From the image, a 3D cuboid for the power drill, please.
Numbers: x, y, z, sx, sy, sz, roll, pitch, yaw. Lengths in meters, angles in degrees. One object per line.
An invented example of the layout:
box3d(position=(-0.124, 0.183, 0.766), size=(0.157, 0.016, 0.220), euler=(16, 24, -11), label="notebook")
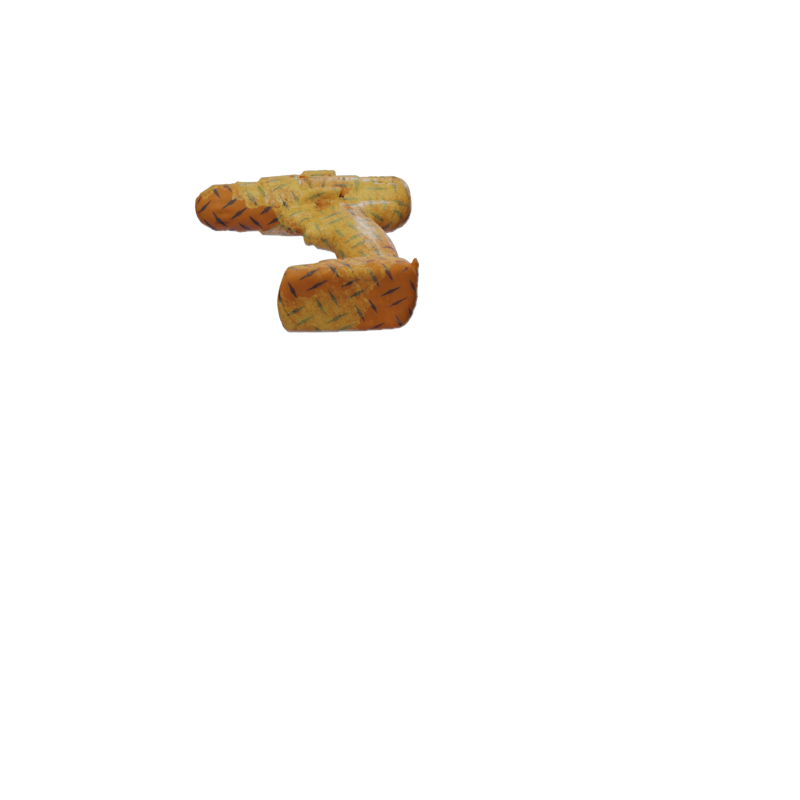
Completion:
box3d(position=(-0.069, -0.127, 0.886), size=(0.183, 0.054, 0.202), euler=(-5, 36, -7), label="power drill")
